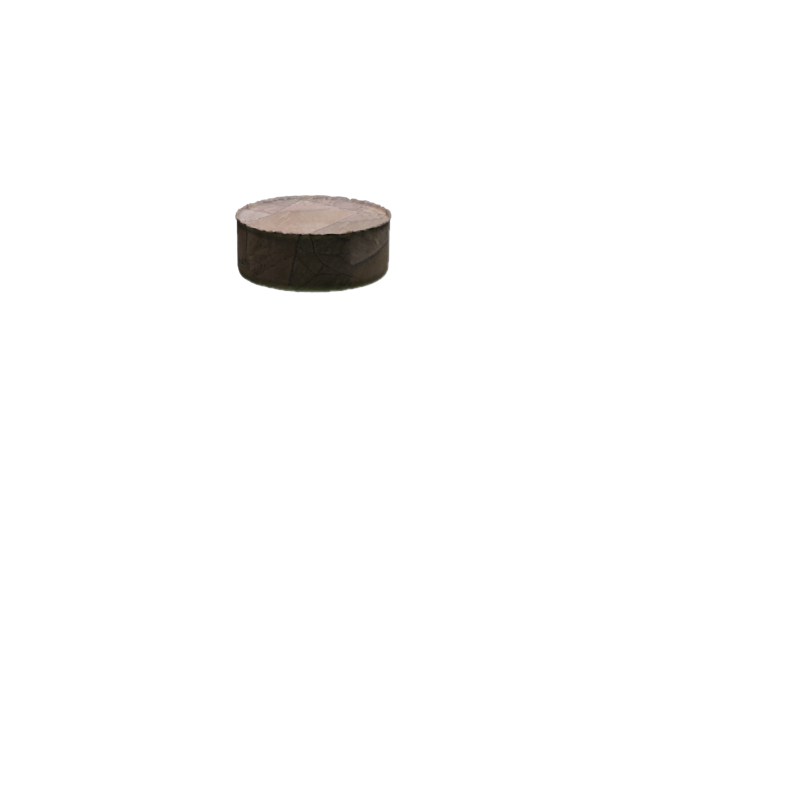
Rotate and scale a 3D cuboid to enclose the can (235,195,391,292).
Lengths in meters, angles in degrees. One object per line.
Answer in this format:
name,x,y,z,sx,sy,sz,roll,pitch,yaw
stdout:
can,-0.048,-0.087,0.613,0.086,0.032,0.090,-1,22,-2
